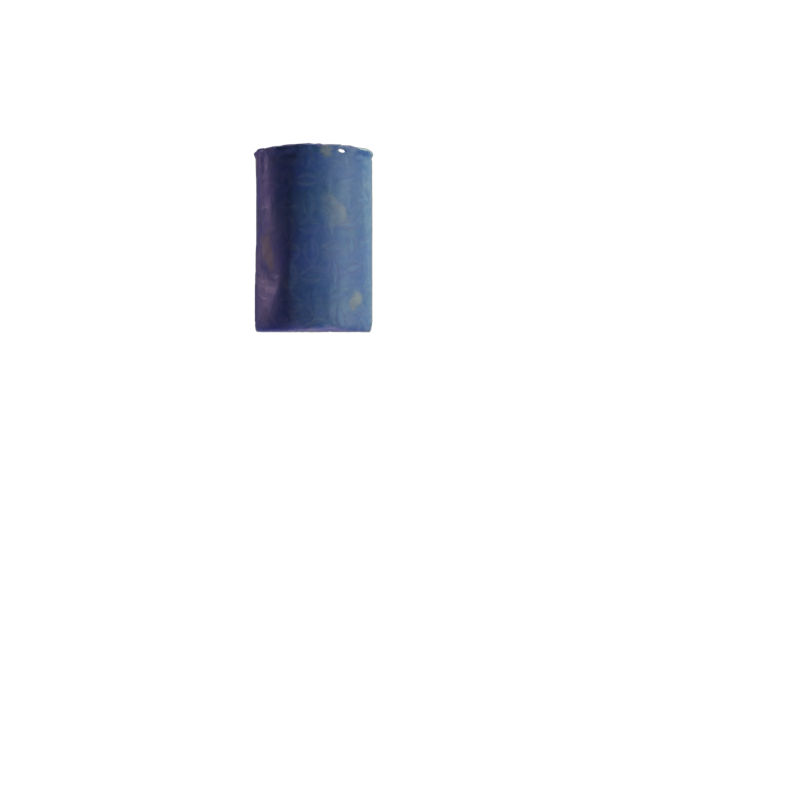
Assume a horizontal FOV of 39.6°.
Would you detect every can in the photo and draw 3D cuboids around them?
[{"bbox_3d":[-0.049,-0.089,0.626,0.068,0.103,0.068,0,-2,-2],"label":"can"}]
